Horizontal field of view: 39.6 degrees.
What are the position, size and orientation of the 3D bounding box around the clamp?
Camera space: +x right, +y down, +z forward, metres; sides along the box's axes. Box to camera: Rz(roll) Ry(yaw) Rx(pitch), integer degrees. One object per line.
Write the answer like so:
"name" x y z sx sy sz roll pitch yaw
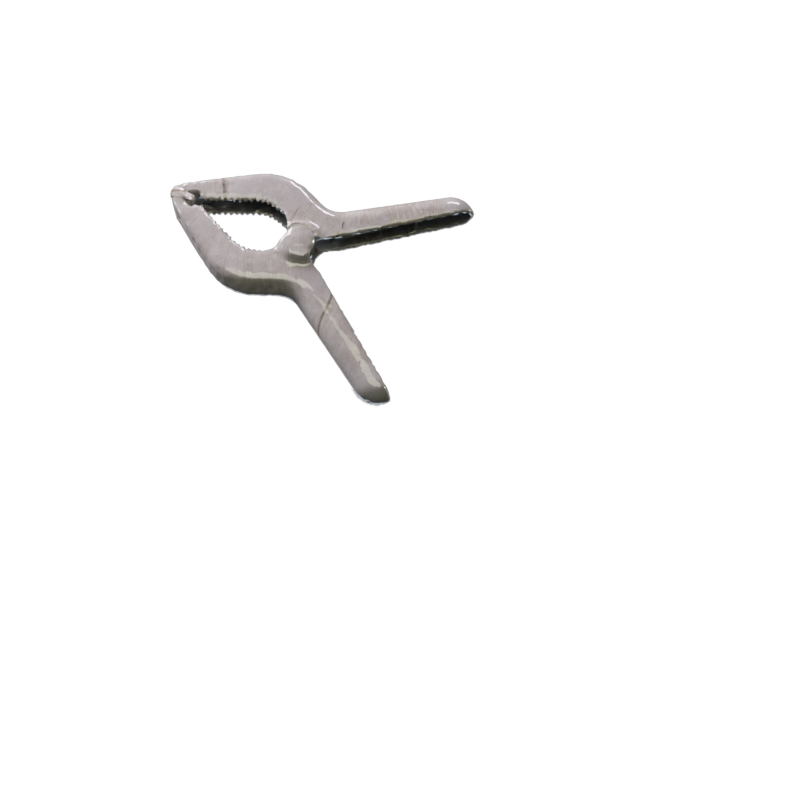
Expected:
"clamp" -0.061 -0.112 0.784 0.217 0.169 0.034 29 -23 13
